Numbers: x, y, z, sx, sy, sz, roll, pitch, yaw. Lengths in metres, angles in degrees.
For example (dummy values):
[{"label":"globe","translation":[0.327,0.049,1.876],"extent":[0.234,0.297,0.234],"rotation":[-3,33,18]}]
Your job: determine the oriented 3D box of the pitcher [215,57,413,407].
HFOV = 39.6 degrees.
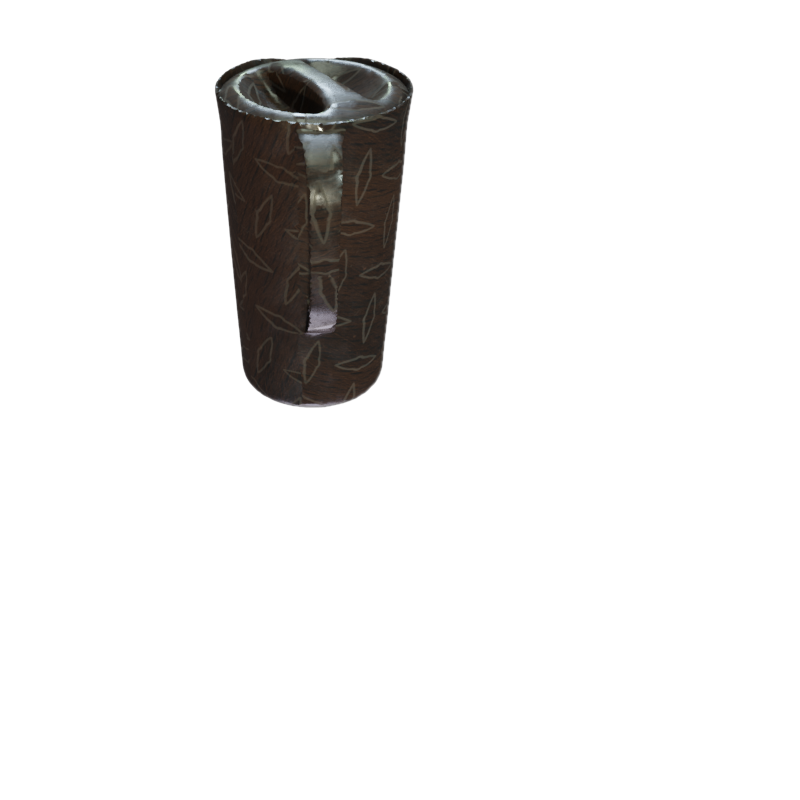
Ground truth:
[{"label":"pitcher","translation":[-0.062,-0.113,0.791],"extent":[0.153,0.228,0.150],"rotation":[23,37,31]}]
